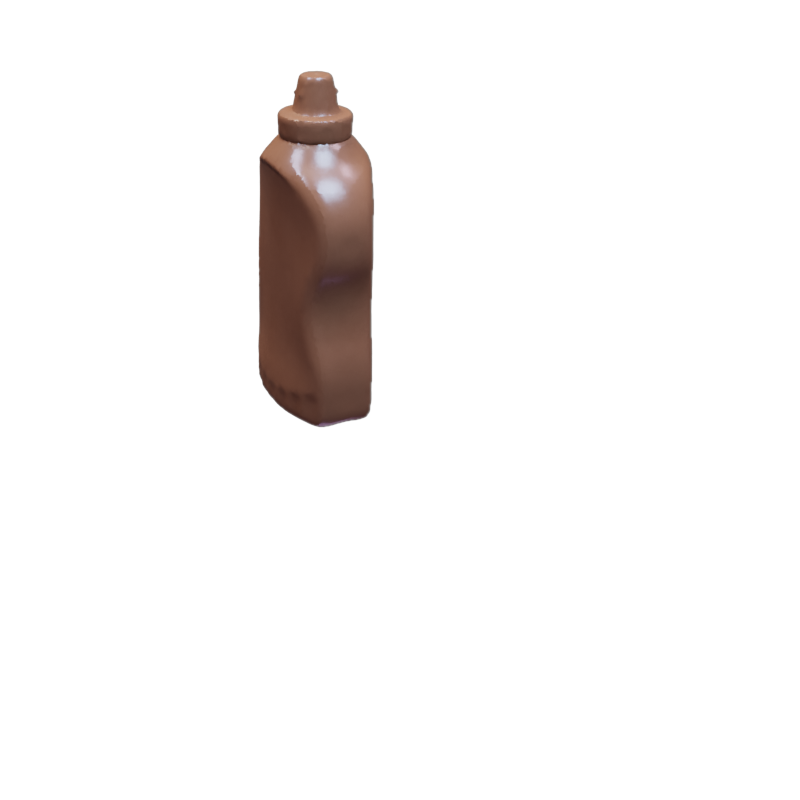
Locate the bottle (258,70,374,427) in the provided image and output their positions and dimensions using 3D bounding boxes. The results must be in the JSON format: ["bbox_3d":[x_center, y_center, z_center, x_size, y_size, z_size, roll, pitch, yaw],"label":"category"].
[{"bbox_3d":[-0.048,-0.089,0.625,0.057,0.182,0.103,-8,26,-22],"label":"bottle"}]
